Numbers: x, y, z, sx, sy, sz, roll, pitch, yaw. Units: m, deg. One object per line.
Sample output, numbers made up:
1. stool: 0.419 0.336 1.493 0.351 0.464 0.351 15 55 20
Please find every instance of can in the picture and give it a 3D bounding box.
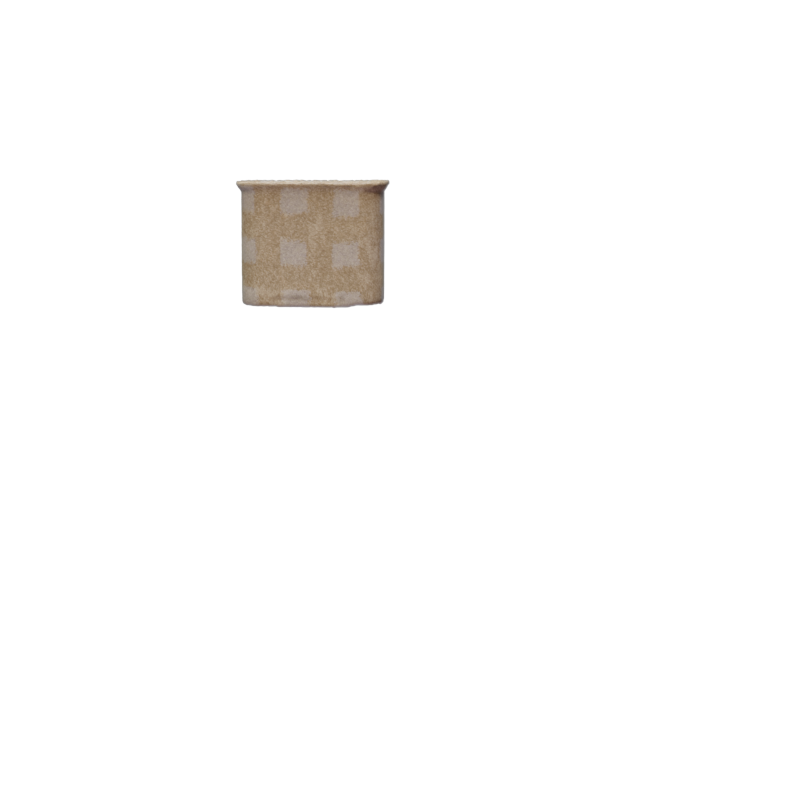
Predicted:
1. can: -0.059 -0.108 0.755 0.103 0.083 0.058 2 8 8
